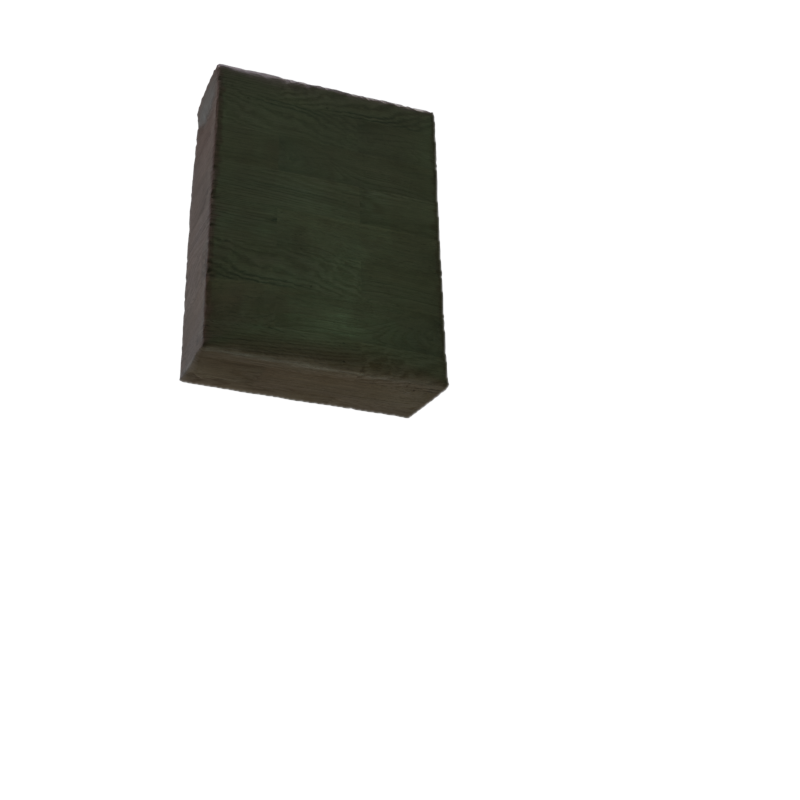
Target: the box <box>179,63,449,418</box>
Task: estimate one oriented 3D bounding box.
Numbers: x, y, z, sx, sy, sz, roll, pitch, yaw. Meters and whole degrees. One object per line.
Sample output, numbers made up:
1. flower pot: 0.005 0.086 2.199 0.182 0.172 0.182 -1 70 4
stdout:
1. box: -0.058 -0.107 0.747 0.159 0.227 0.070 8 -29 -19
